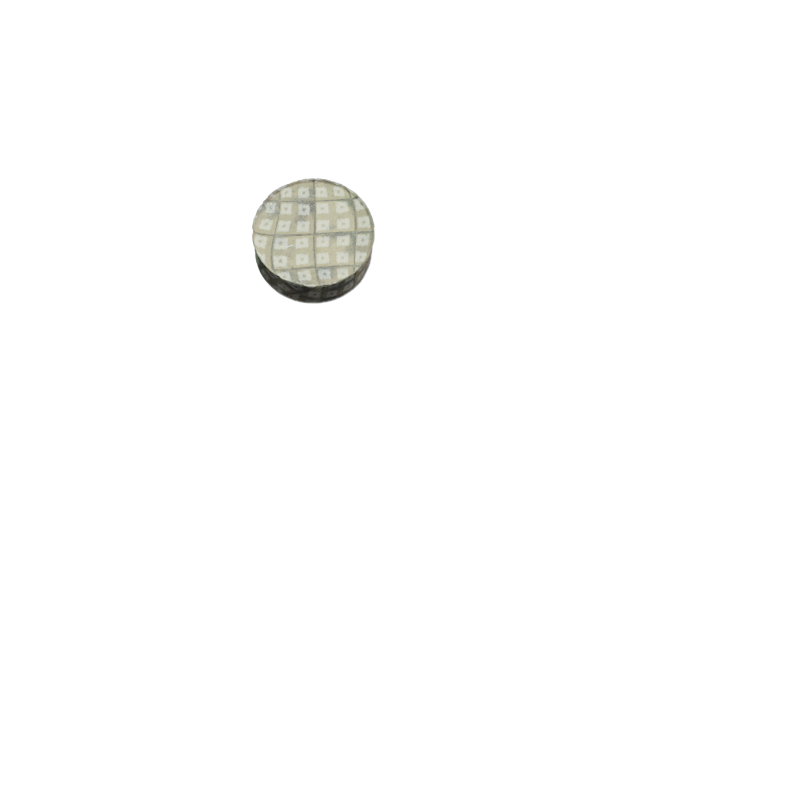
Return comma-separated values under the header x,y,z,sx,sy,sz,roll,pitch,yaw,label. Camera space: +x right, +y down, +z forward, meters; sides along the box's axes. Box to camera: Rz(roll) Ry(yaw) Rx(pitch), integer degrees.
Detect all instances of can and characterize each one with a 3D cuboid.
x,y,z,sx,sy,sz,roll,pitch,yaw,label
-0.062,-0.112,0.787,0.086,0.091,0.032,-1,-26,-1,can
